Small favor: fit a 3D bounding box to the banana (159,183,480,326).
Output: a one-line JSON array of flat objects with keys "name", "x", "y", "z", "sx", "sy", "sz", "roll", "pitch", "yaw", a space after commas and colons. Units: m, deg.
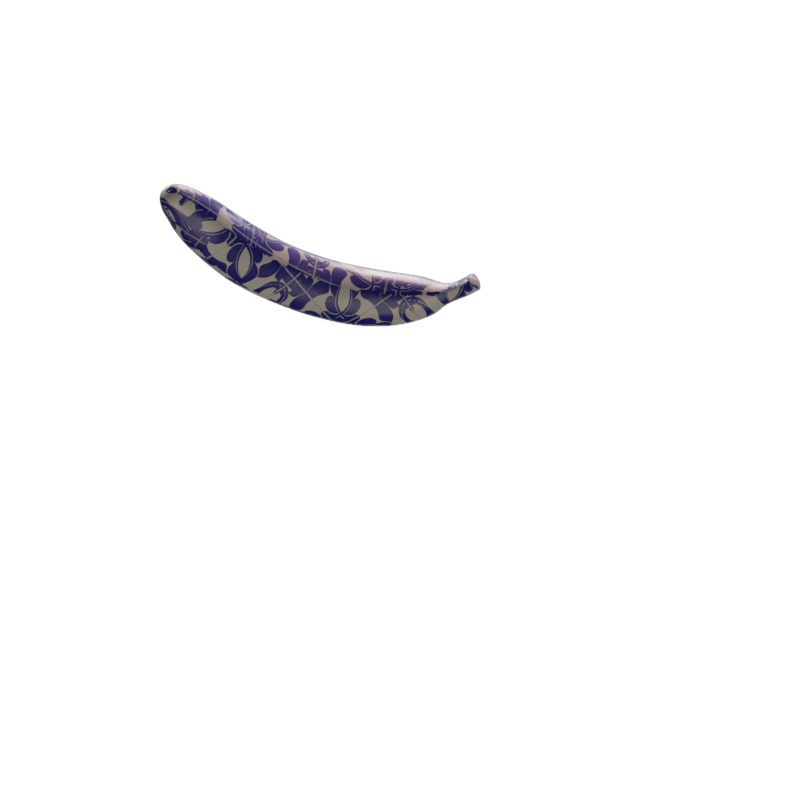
[{"name": "banana", "x": -0.055, "y": -0.082, "z": 0.672, "sx": 0.193, "sy": 0.039, "sz": 0.066, "roll": 14, "pitch": -48, "yaw": -13}]
